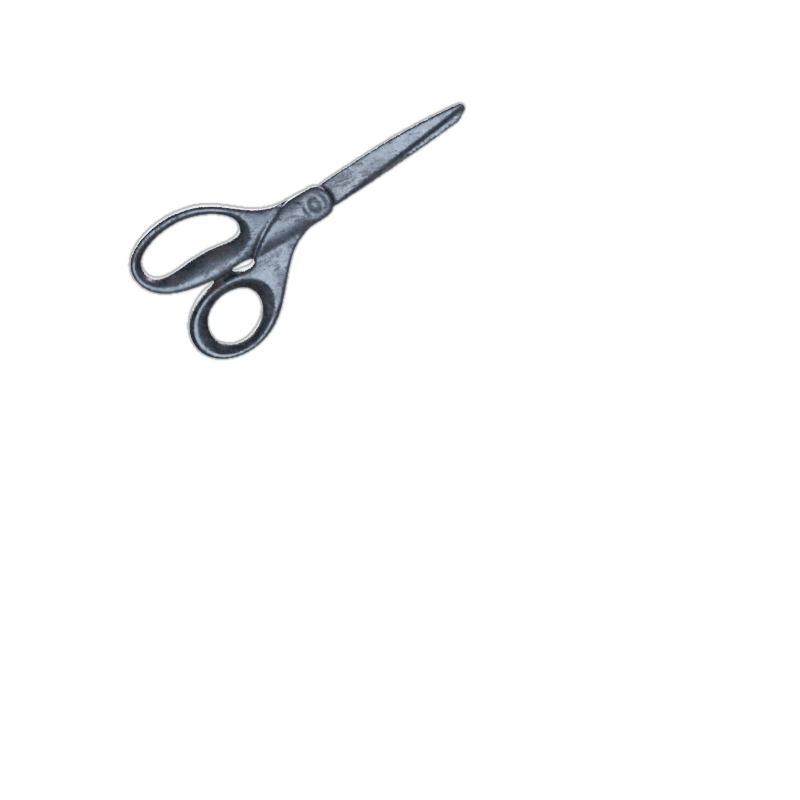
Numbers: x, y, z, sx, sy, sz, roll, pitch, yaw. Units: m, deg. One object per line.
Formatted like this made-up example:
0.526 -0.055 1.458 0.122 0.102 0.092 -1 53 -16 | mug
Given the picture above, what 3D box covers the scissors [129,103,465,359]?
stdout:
-0.048 -0.087 0.610 0.202 0.094 0.016 -17 7 2 | scissors
